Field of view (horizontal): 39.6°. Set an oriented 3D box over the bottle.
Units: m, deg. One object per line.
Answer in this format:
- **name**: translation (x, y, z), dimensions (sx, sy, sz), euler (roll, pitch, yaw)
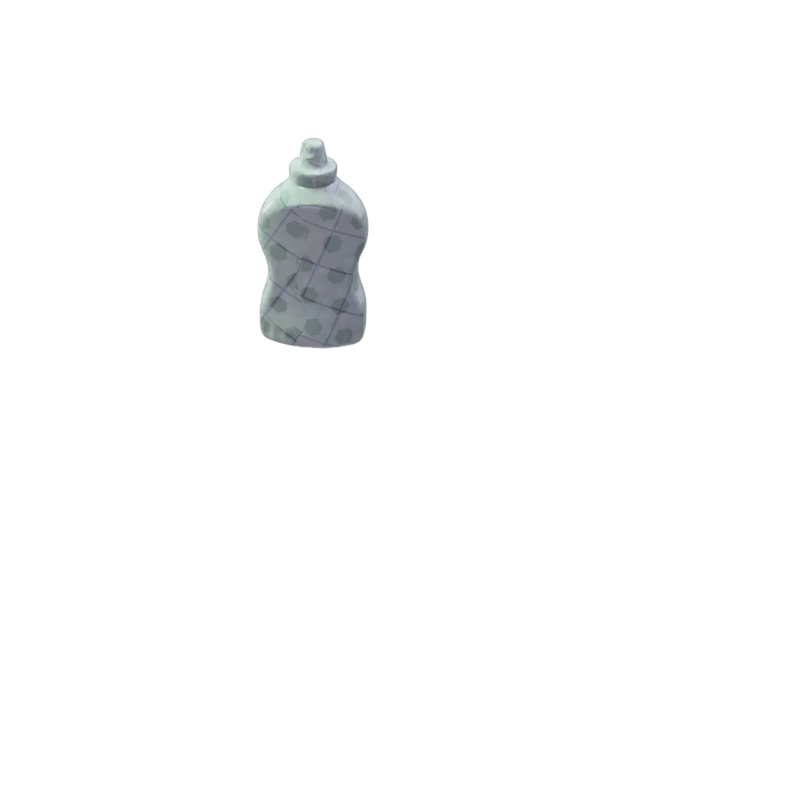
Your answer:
- **bottle**: translation (-0.076, -0.139, 0.972), dimensions (0.097, 0.180, 0.061), euler (5, 31, 5)
